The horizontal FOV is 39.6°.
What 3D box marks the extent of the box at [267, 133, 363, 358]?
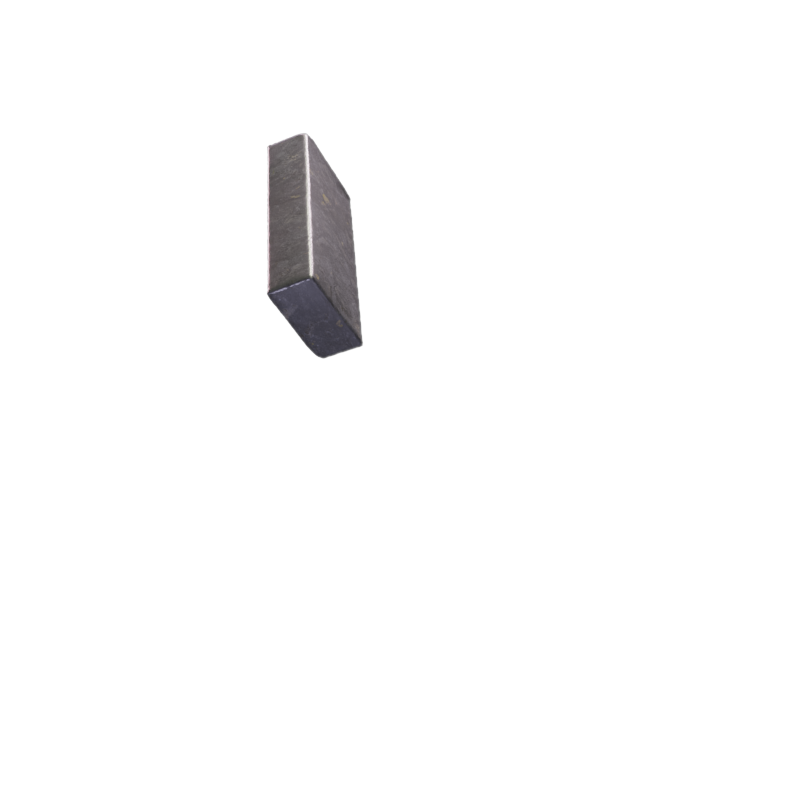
[{"bbox_3d":[-0.071,-0.131,0.913,0.048,0.189,0.086,-19,-43,17],"label":"box"}]
